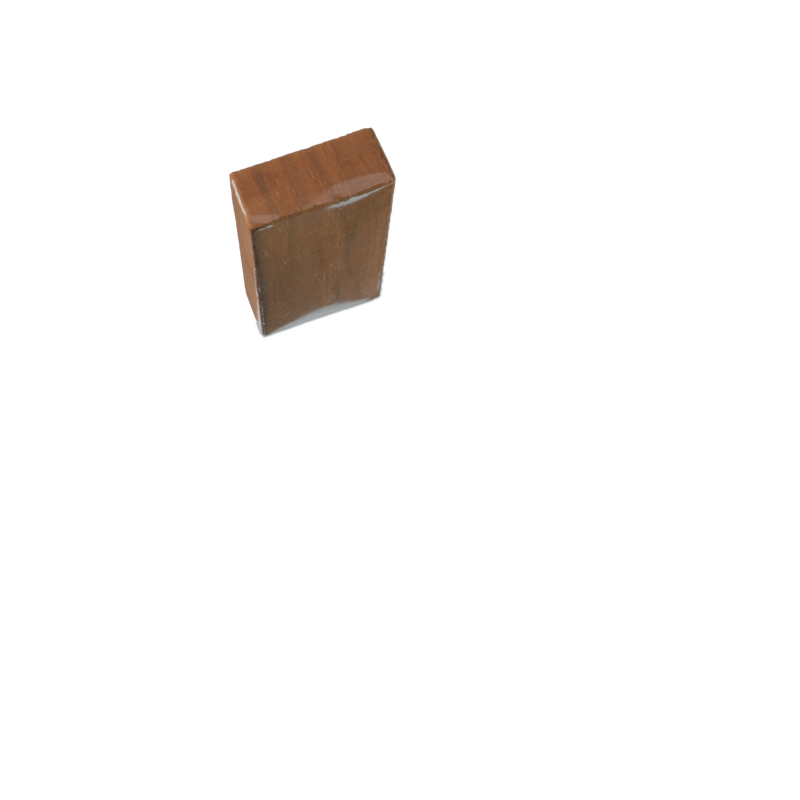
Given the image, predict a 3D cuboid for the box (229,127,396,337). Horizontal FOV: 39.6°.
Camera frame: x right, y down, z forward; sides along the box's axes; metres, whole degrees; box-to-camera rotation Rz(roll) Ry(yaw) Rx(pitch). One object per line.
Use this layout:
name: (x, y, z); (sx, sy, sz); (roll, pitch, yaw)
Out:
box: (-0.056, -0.102, 0.717); (0.093, 0.050, 0.169); (-20, -14, -9)
